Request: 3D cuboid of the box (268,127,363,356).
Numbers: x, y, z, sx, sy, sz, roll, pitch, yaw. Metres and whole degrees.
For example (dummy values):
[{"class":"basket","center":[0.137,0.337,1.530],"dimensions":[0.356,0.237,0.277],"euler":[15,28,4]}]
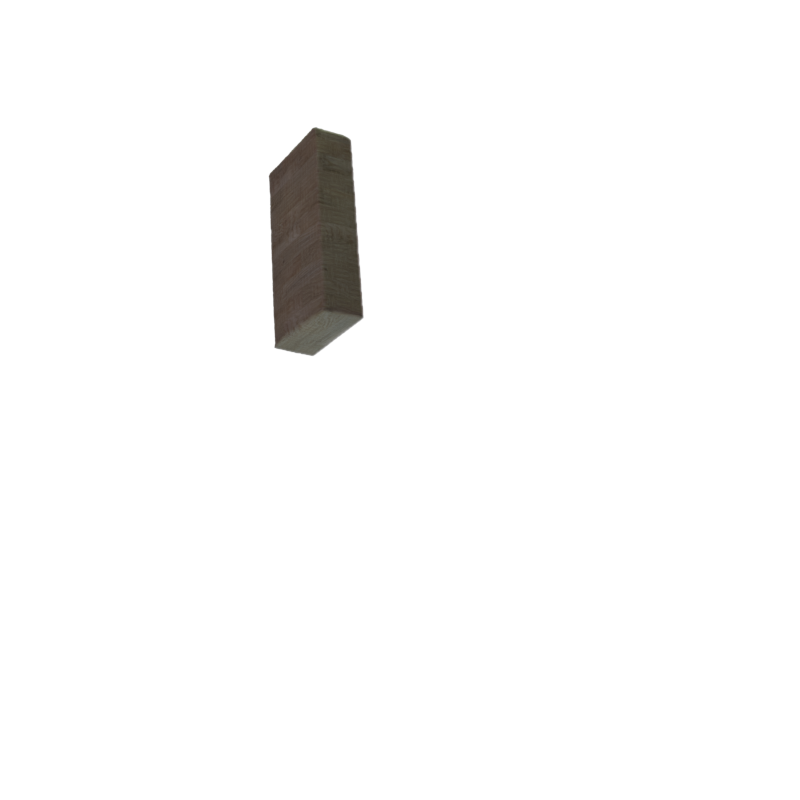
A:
[{"class":"box","center":[-0.075,-0.137,0.961],"dimensions":[0.046,0.187,0.092],"euler":[14,-30,-29]}]
